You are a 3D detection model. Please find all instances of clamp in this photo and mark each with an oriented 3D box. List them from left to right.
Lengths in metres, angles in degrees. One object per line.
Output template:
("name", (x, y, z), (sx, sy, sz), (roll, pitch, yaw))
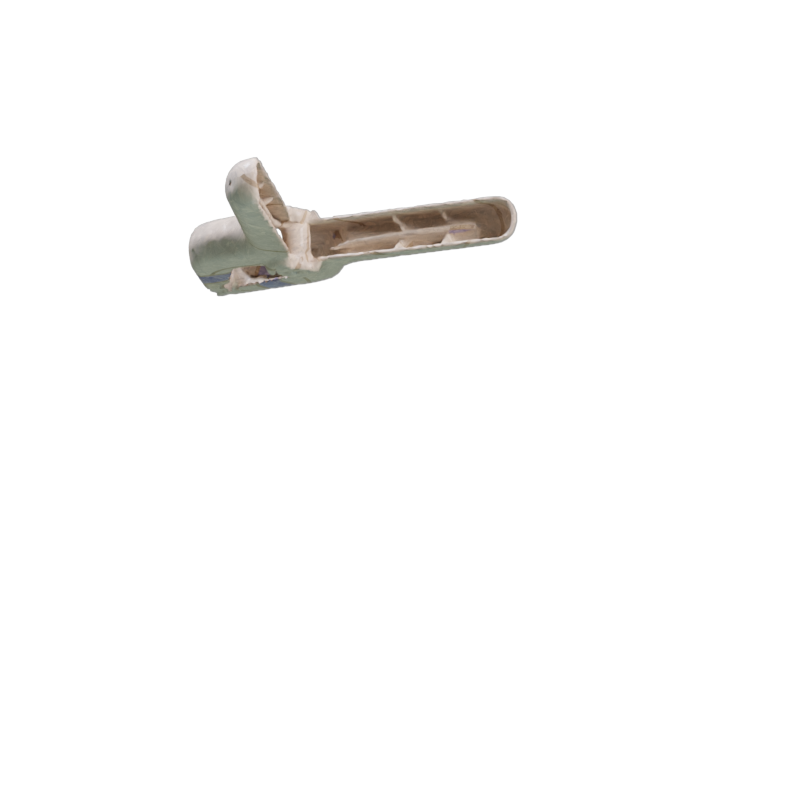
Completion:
("clamp", (-0.049, -0.089, 0.623), (0.159, 0.037, 0.212), (3, -7, -26))
